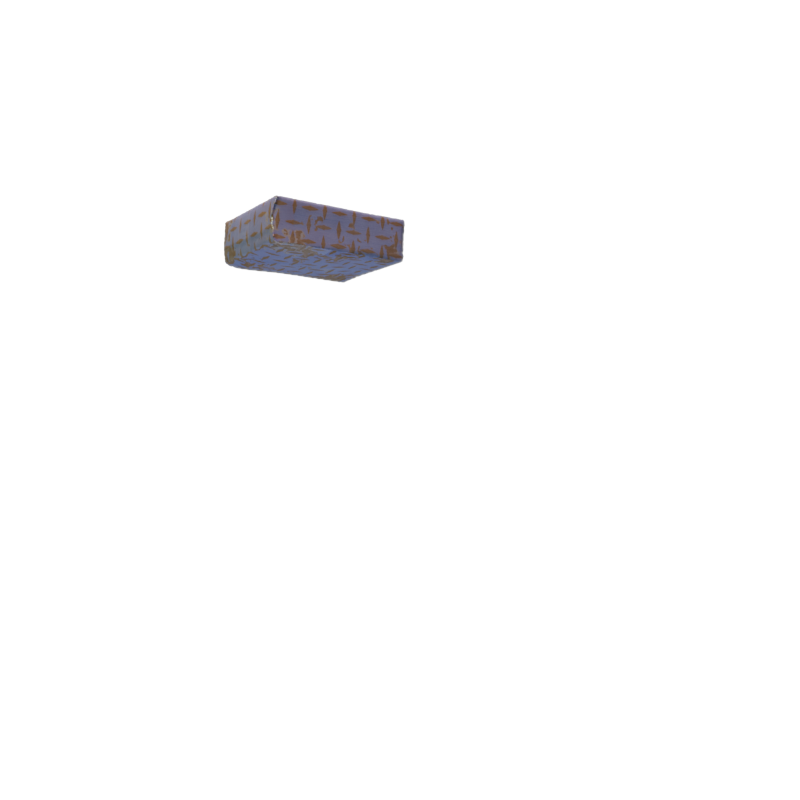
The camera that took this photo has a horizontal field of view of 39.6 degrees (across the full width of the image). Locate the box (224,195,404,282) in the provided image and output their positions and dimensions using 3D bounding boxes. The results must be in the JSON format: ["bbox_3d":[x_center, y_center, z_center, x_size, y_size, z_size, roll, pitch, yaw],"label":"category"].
[{"bbox_3d":[-0.067,-0.121,0.849,0.109,0.040,0.091,4,-9,-30],"label":"box"}]
